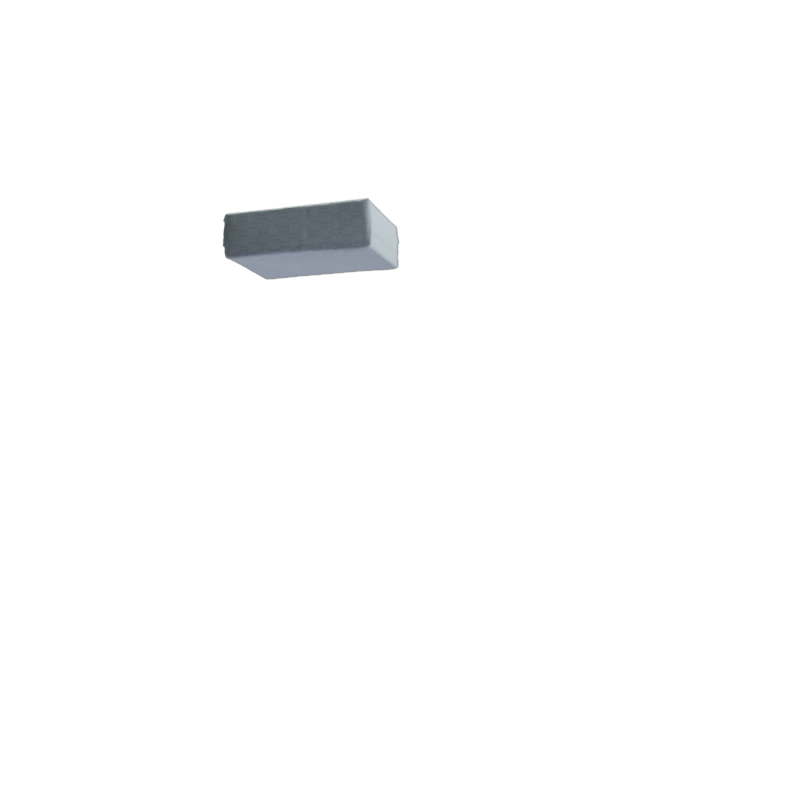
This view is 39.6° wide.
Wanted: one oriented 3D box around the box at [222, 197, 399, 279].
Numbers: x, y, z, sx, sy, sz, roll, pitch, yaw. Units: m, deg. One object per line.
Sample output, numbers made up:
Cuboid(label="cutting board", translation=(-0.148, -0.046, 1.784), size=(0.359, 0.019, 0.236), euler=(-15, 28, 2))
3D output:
Cuboid(label="box", translation=(-0.065, -0.119, 0.832), size=(0.116, 0.040, 0.086), euler=(-1, -5, 15))
